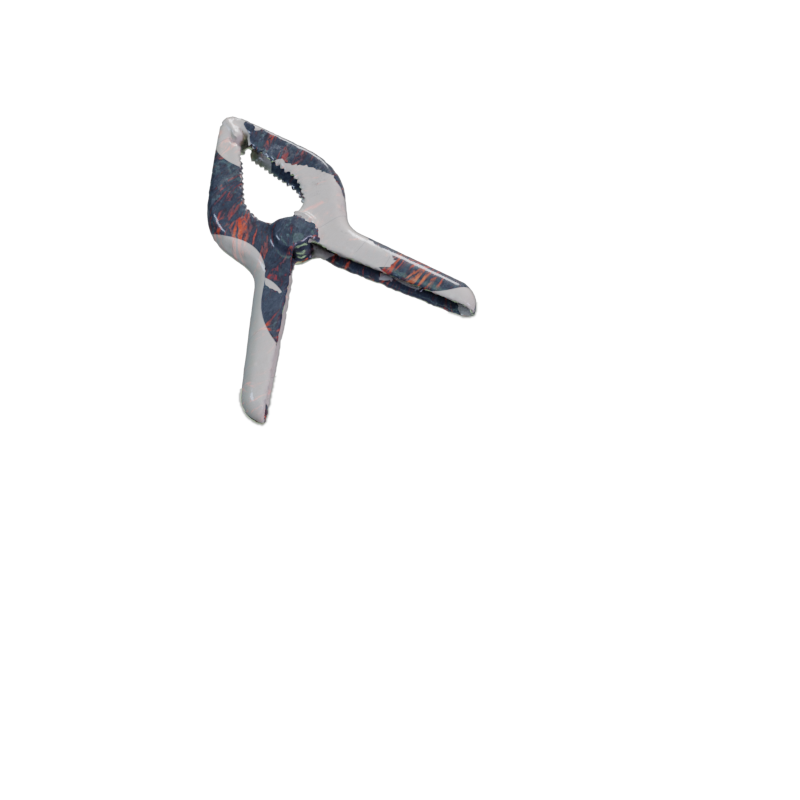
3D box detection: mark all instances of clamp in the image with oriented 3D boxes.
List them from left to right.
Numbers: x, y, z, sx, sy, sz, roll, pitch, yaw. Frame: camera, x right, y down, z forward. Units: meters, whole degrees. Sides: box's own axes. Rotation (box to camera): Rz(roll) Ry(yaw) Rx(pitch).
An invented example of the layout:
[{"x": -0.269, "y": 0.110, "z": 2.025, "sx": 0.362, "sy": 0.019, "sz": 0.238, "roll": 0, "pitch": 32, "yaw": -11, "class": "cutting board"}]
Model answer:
[{"x": -0.058, "y": -0.105, "z": 0.737, "sx": 0.164, "sy": 0.223, "sz": 0.034, "roll": -20, "pitch": -23, "yaw": -9, "class": "clamp"}]
